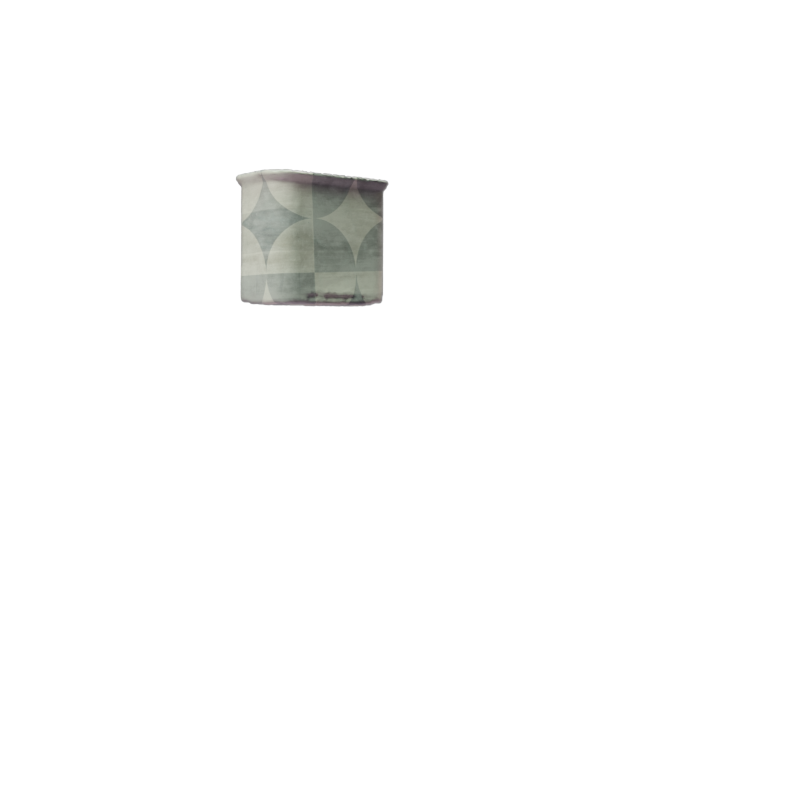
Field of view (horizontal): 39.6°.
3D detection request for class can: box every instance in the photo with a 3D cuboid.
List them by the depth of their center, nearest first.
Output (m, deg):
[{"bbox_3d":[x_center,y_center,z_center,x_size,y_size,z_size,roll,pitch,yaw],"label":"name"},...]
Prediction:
[{"bbox_3d":[-0.057,-0.104,0.728,0.098,0.084,0.059,0,-1,-39],"label":"can"}]
